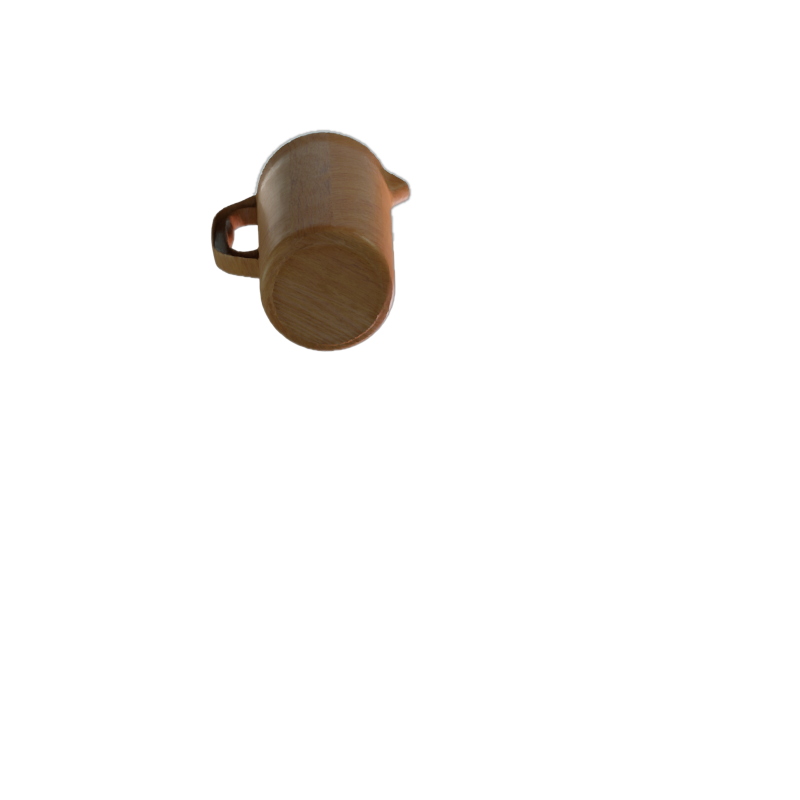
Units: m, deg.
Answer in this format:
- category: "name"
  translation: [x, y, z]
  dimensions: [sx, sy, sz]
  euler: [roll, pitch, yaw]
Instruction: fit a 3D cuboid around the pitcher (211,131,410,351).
- category: "pitcher"
  translation: [-0.077, -0.140, 0.979]
  dimensions: [0.140, 0.147, 0.257]
  euler: [35, 20, -18]
